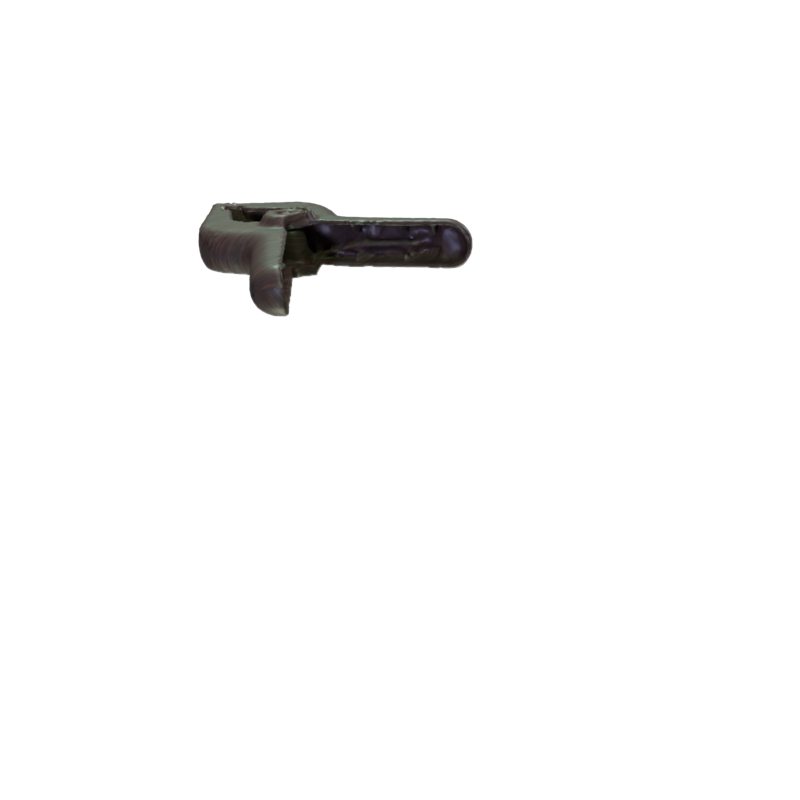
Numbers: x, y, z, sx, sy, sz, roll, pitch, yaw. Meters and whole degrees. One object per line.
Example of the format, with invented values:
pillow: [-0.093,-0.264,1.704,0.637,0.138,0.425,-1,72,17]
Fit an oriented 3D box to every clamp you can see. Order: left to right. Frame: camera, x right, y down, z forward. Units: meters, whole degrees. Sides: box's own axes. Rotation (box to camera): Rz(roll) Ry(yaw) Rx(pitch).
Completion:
clamp: [-0.046,-0.084,0.587,0.117,0.038,0.182,-9,22,-24]
